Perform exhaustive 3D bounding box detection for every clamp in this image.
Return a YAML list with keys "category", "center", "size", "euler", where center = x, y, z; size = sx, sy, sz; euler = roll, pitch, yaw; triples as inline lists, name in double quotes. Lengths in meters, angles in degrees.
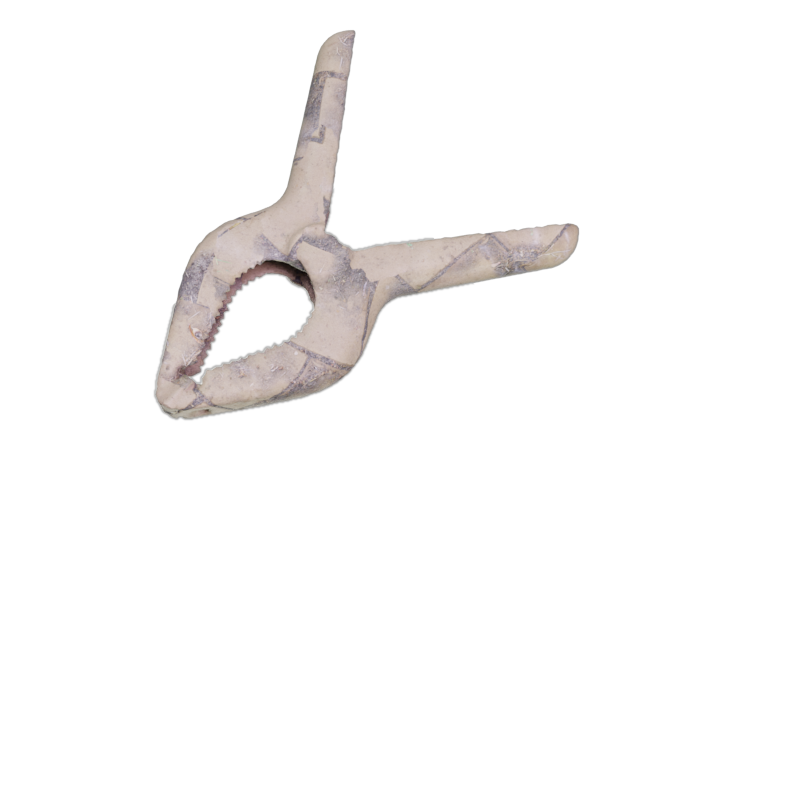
- category: "clamp"
  center: [-0.042, -0.077, 0.537]
  size: [0.211, 0.171, 0.035]
  euler: [-37, -15, -12]
